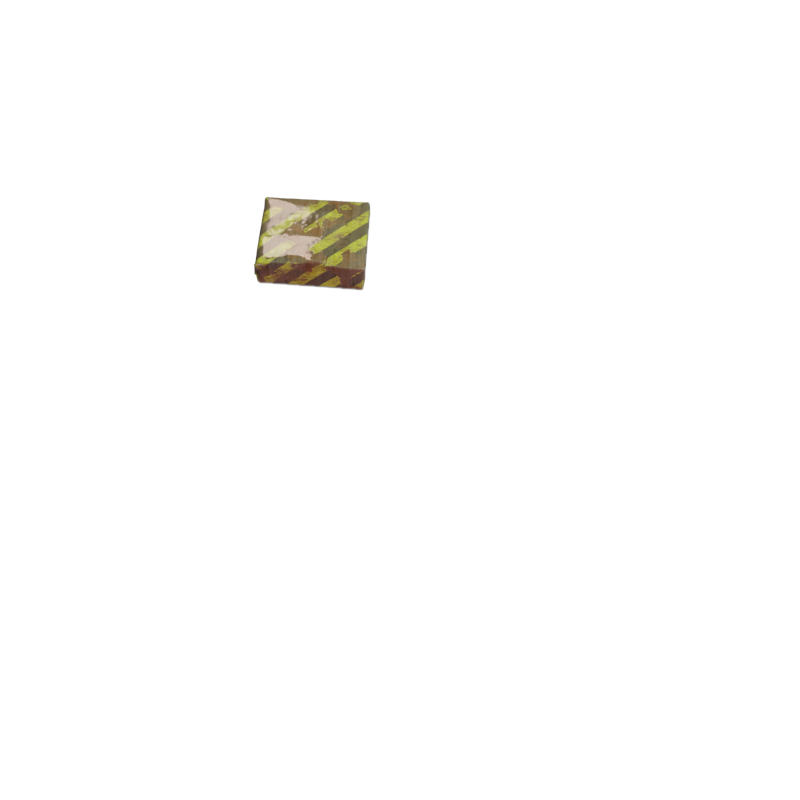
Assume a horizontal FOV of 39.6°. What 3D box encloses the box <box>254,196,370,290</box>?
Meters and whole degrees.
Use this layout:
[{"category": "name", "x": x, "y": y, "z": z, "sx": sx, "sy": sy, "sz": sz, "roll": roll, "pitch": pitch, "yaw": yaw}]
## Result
[{"category": "box", "x": -0.071, "y": -0.129, "z": 0.906, "sx": 0.090, "sy": 0.078, "sz": 0.028, "roll": 4, "pitch": -37, "yaw": 2}]
